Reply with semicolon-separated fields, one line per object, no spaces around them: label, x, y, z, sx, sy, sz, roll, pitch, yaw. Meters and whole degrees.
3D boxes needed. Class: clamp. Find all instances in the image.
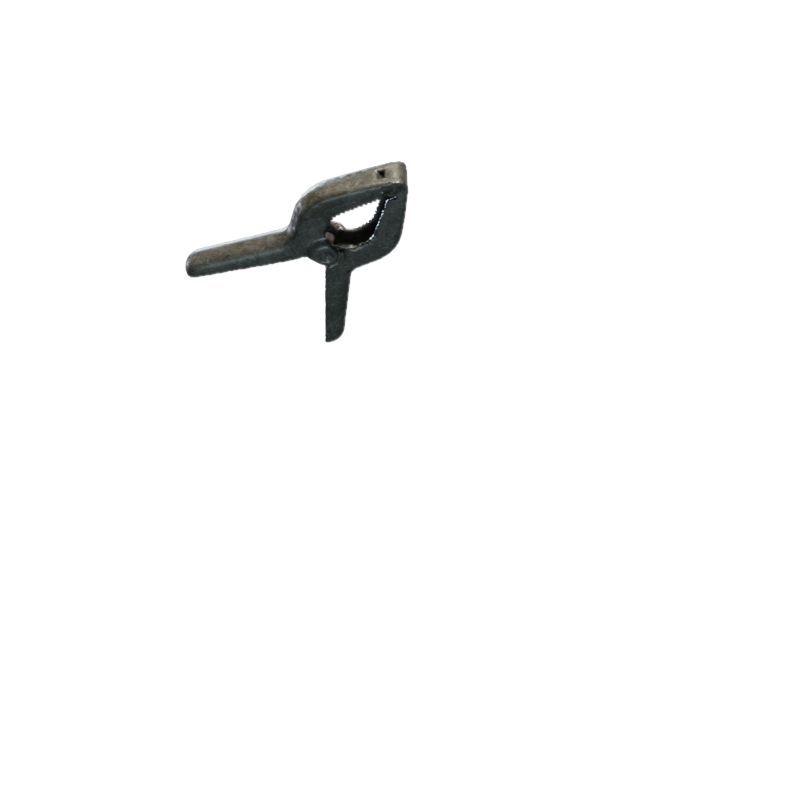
clamp;-0.073;-0.134;0.938;0.157;0.039;0.205;21;-43;-25
